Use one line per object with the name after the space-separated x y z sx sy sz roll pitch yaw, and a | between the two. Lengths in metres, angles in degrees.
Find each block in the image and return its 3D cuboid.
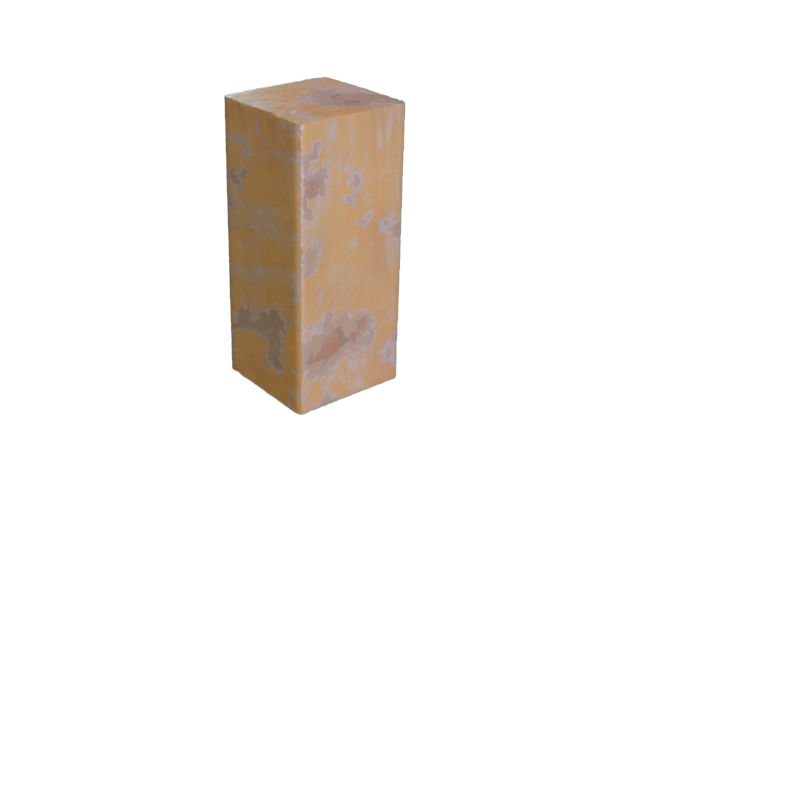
-0.061 -0.111 0.773 0.089 0.196 0.096 -18 31 -36 | block
